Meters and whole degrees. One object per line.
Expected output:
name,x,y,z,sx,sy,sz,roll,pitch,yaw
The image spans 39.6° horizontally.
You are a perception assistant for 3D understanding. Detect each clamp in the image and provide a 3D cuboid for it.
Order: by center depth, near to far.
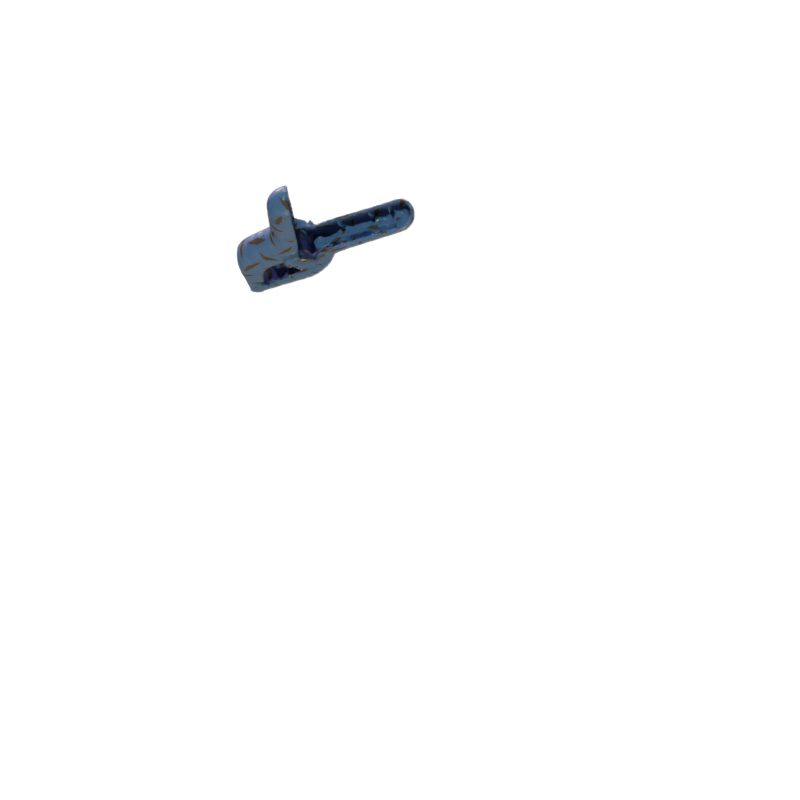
clamp,-0.069,-0.125,0.876,0.116,0.041,0.170,5,-14,-22
